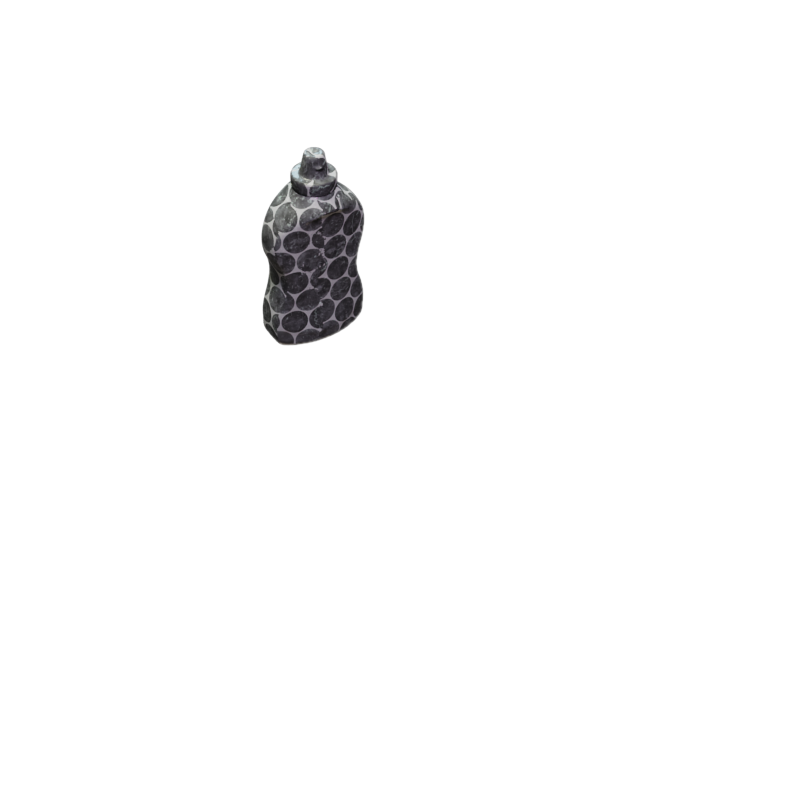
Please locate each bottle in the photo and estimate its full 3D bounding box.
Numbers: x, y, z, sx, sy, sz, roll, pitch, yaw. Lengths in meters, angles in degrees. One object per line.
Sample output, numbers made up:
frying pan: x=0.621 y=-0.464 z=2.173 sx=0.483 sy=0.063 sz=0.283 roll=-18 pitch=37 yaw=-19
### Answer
bottle: x=-0.078 y=-0.142 z=0.997 sx=0.095 sy=0.179 sz=0.063 roll=-20 pitch=45 yaw=-25
